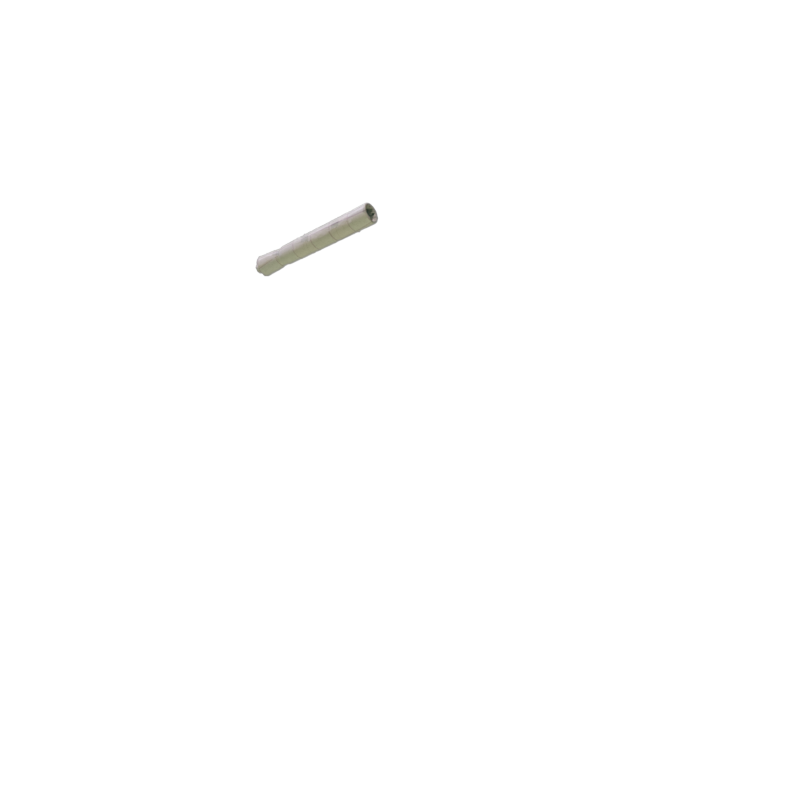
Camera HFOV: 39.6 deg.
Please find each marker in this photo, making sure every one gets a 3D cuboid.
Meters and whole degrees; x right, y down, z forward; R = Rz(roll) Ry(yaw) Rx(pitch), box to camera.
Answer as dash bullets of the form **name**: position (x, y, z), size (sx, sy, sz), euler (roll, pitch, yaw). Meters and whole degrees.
- **marker**: position (-0.072, -0.131, 0.917), size (0.122, 0.020, 0.019), euler (-21, -8, 31)
